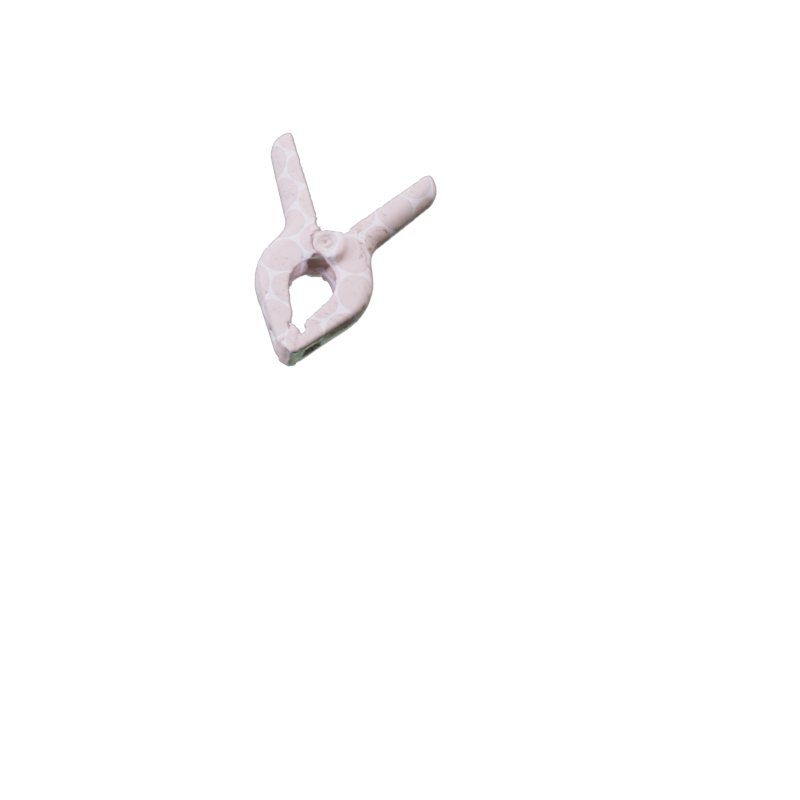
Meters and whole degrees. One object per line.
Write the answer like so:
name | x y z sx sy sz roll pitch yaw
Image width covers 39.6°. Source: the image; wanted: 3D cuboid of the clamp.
clamp | -0.059 -0.108 0.757 0.123 0.178 0.037 21 -30 12
